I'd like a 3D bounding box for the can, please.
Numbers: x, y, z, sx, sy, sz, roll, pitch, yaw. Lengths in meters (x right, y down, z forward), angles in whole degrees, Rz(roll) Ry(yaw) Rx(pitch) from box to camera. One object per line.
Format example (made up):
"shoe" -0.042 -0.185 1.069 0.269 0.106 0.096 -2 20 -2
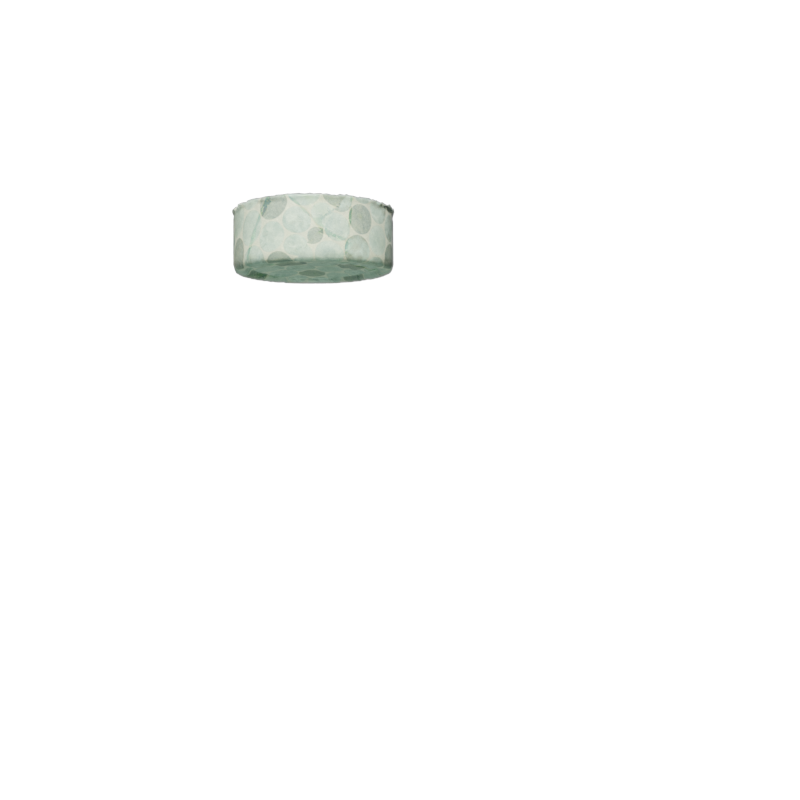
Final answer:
"can" -0.046 -0.084 0.586 0.086 0.034 0.085 0 -4 -2
